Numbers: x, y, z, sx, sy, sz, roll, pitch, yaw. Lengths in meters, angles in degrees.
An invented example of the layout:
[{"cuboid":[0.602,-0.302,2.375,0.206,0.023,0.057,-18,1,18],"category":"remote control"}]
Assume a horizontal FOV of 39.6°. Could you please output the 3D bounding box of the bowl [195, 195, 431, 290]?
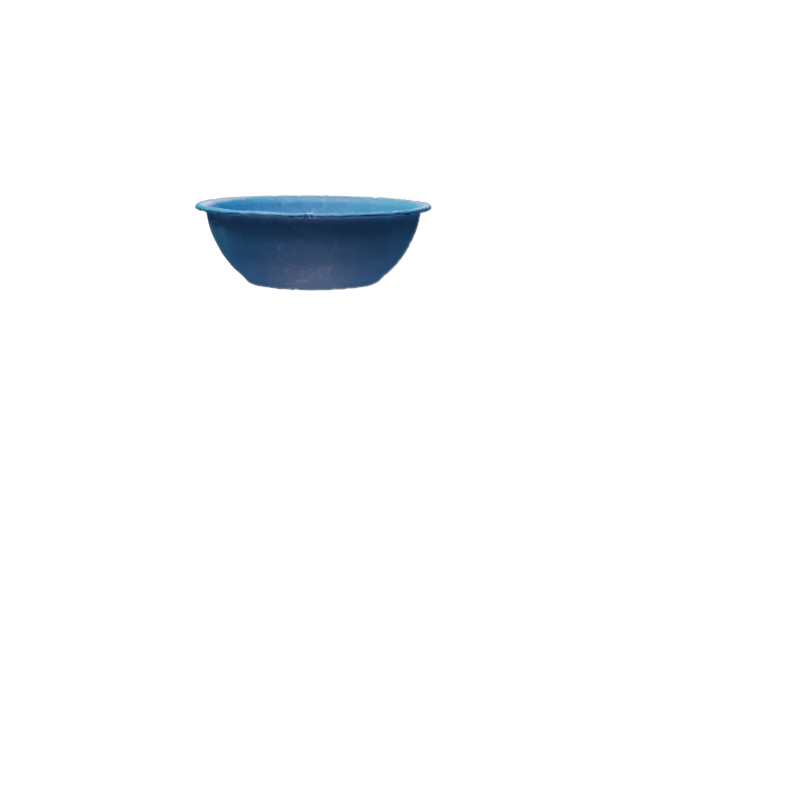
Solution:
[{"cuboid":[-0.060,-0.109,0.763,0.162,0.054,0.166,0,13,-2],"category":"bowl"}]
